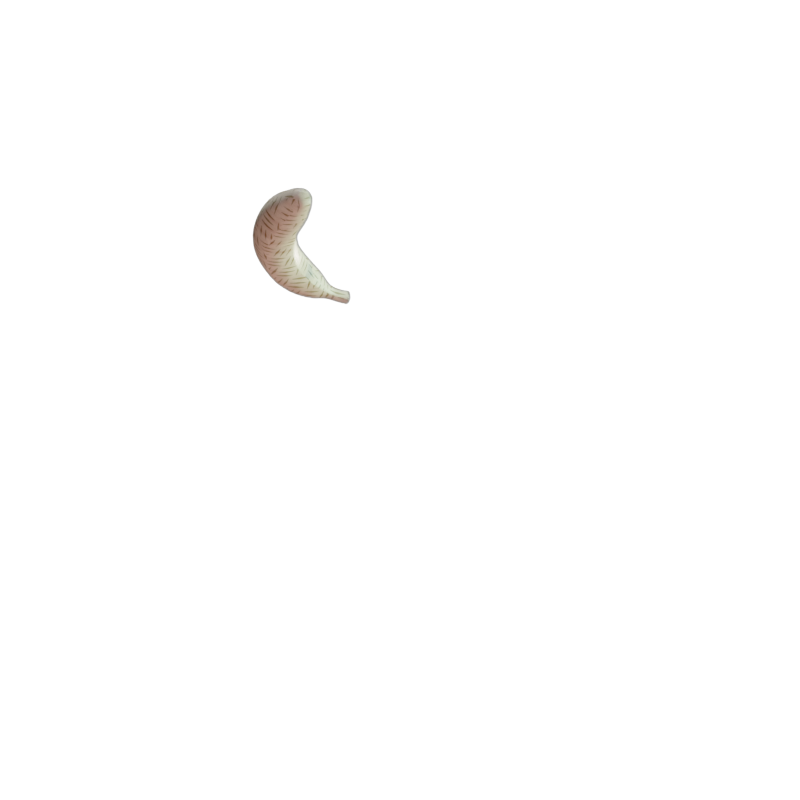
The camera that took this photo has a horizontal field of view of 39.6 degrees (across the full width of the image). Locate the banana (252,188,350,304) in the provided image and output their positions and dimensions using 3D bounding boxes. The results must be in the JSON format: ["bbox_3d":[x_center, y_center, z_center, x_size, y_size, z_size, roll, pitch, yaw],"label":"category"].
[{"bbox_3d":[-0.091,-0.132,0.946,0.070,0.039,0.186,-3,-19,8],"label":"banana"}]
